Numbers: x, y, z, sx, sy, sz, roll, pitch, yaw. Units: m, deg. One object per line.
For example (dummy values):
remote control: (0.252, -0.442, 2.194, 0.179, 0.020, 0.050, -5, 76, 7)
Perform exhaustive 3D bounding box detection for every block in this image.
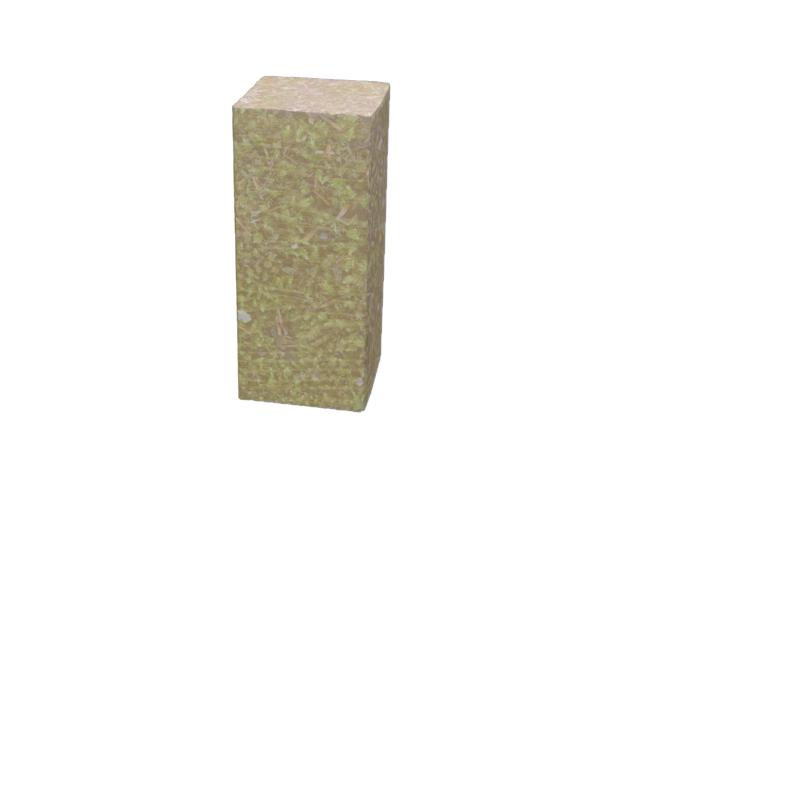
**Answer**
block: (-0.059, -0.108, 0.753, 0.092, 0.196, 0.094, 5, 24, 8)
